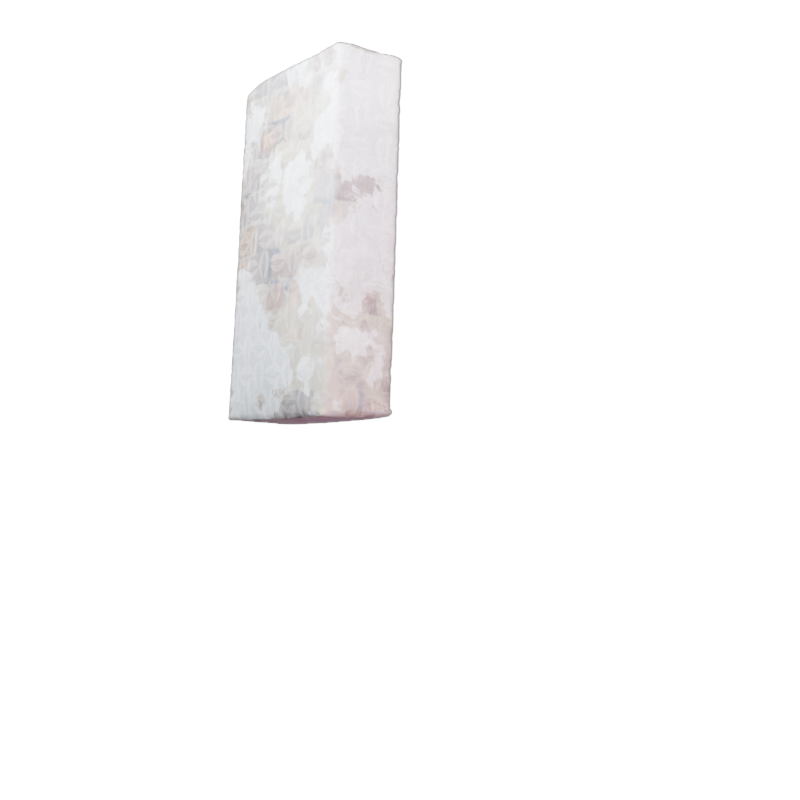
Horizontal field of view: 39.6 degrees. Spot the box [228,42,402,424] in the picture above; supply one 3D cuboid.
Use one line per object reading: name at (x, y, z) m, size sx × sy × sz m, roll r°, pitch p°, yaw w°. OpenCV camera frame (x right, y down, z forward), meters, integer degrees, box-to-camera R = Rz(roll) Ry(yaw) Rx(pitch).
box at (-0.043, -0.078, 0.549) m, size 0.046 × 0.181 × 0.095 m, roll 7°, pitch -12°, yaw -35°
